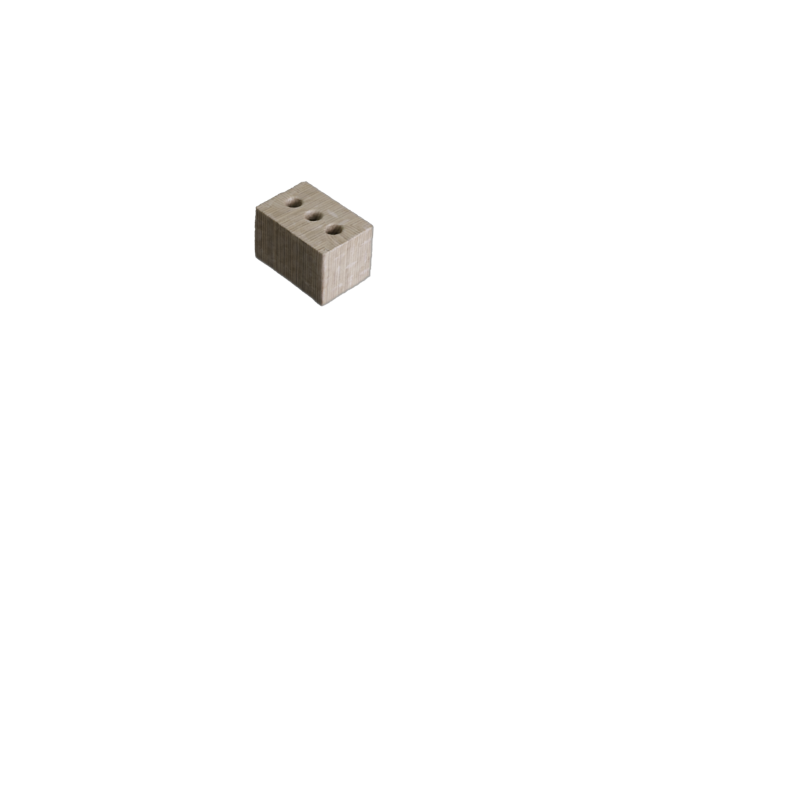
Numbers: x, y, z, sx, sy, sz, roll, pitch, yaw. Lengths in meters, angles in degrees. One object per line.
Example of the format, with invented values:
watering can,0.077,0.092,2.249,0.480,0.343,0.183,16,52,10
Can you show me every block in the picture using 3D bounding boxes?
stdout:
block,-0.065,-0.118,0.826,0.053,0.048,0.083,-32,53,-31
